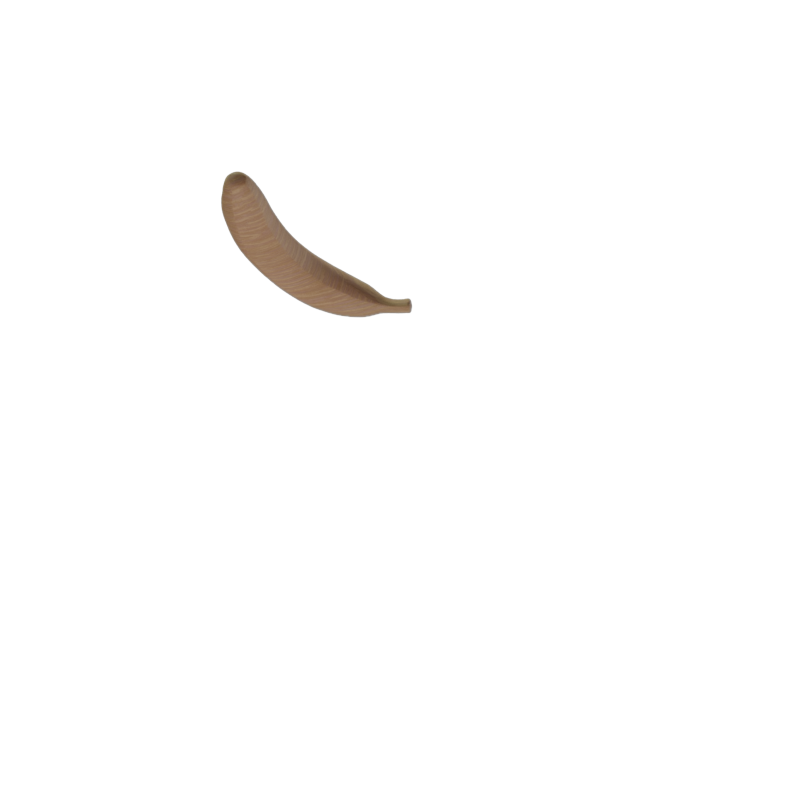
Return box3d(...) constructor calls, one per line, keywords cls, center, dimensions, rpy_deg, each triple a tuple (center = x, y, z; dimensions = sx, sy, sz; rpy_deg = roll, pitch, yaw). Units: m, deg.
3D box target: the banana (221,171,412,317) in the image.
box3d(cls="banana", center=(-0.077, -0.110, 0.839), dimensions=(0.069, 0.039, 0.185), rpy_deg=(-28, -43, 33))
